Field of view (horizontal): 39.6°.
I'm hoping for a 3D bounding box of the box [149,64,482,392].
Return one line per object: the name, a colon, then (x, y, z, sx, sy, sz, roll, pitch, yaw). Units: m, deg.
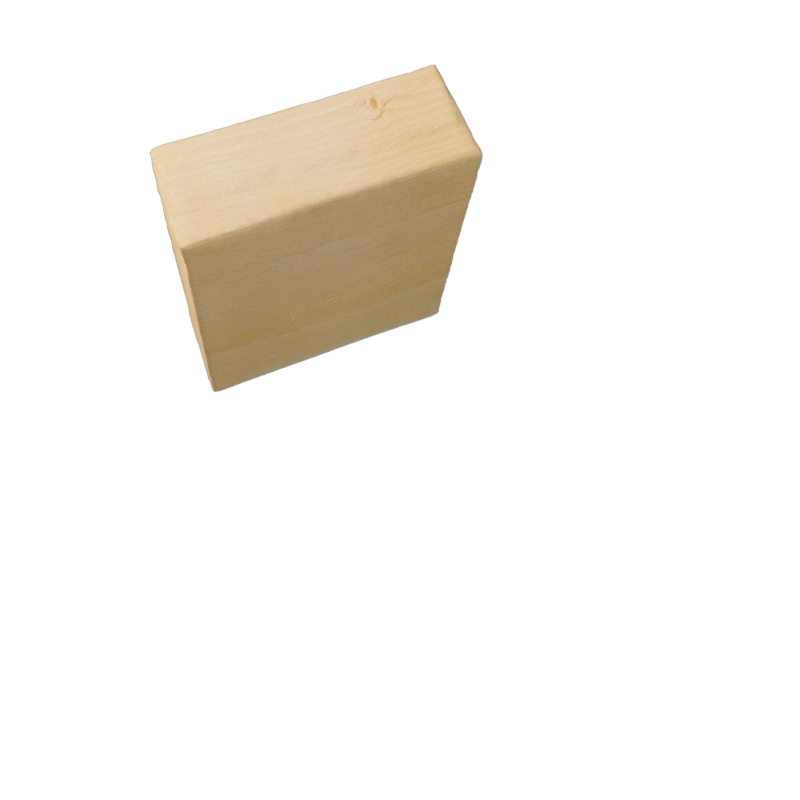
box: (-0.052, -0.094, 0.659, 0.163, 0.076, 0.203, -19, -18, -10)
